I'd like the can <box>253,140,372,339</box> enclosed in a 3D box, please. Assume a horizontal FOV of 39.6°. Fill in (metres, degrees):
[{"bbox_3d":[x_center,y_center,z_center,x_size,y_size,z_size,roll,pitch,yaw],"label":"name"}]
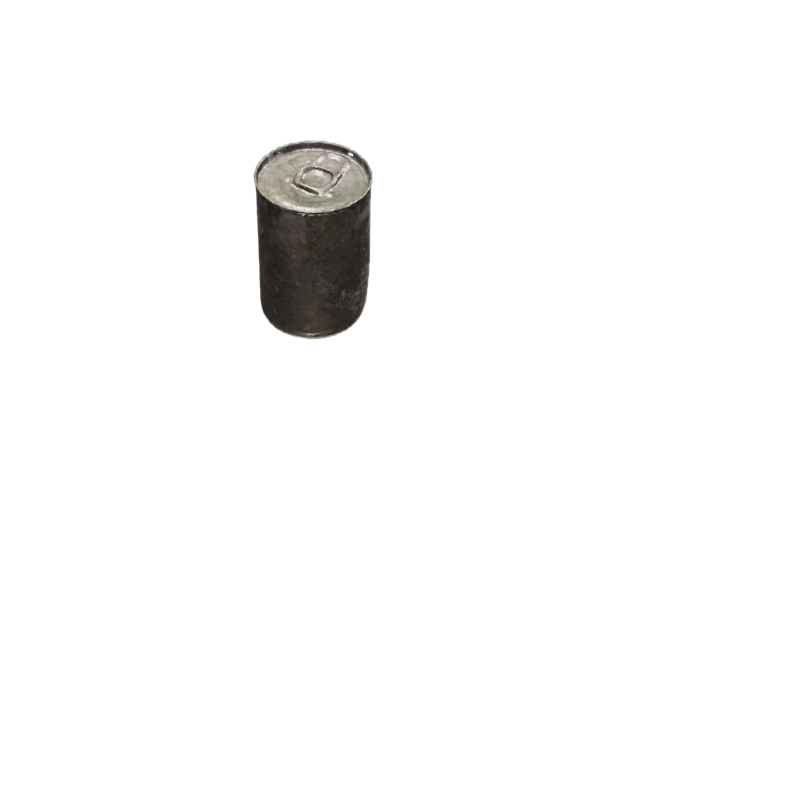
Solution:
[{"bbox_3d":[-0.052,-0.095,0.665,0.068,0.095,0.074,0,45,-3],"label":"can"}]
